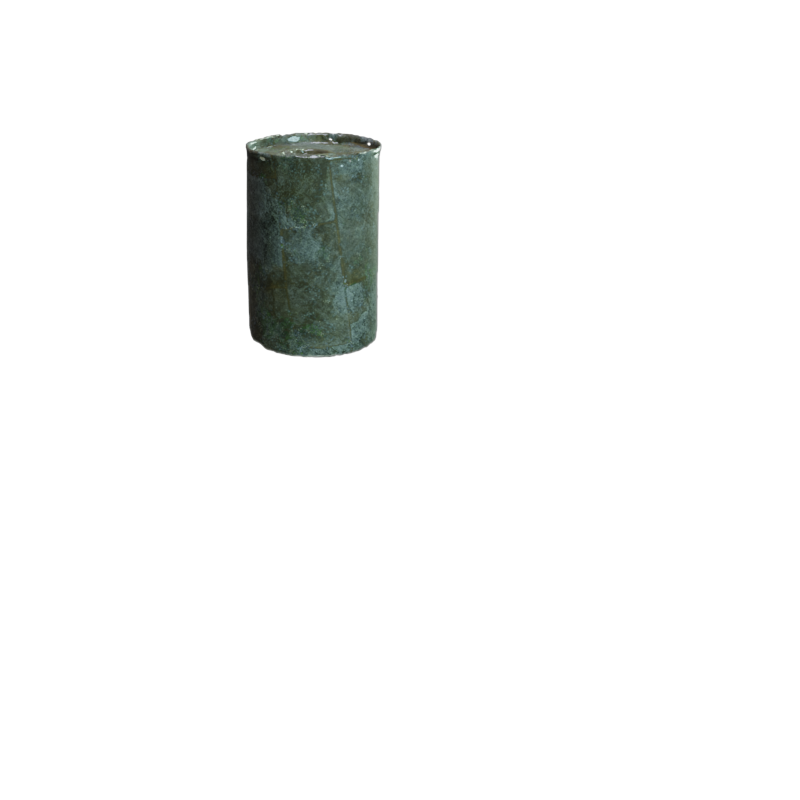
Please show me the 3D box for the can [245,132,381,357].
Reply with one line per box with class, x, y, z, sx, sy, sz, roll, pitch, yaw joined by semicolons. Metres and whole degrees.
can;-0.044;-0.081;0.566;0.068;0.098;0.071;0;18;-2
